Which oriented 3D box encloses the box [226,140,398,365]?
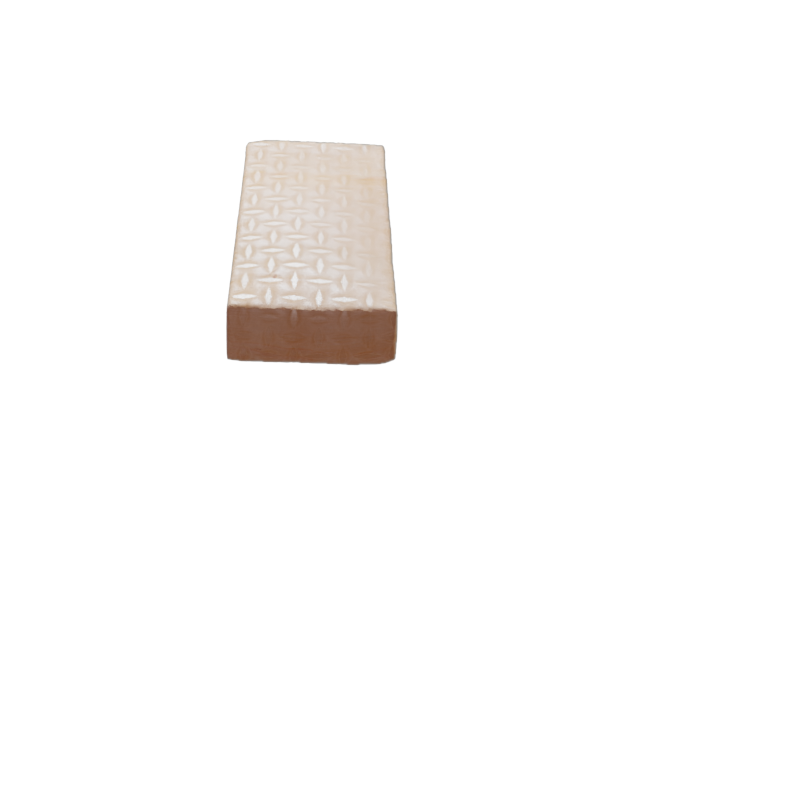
[{"bbox_3d":[-0.052,-0.095,0.663,0.093,0.045,0.189,0,42,-4],"label":"box"}]
